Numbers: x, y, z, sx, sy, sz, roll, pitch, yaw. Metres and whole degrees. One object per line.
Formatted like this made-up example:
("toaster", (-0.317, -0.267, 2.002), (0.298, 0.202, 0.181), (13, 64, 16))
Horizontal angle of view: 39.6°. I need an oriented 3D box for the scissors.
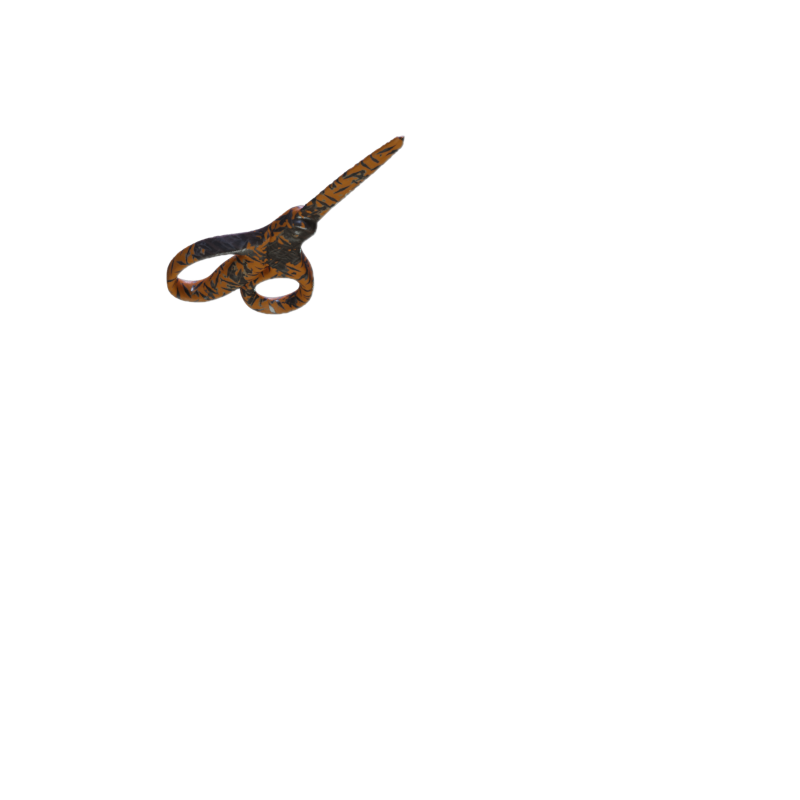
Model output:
("scissors", (-0.049, -0.089, 0.624), (0.204, 0.017, 0.090), (-18, -29, 36))
